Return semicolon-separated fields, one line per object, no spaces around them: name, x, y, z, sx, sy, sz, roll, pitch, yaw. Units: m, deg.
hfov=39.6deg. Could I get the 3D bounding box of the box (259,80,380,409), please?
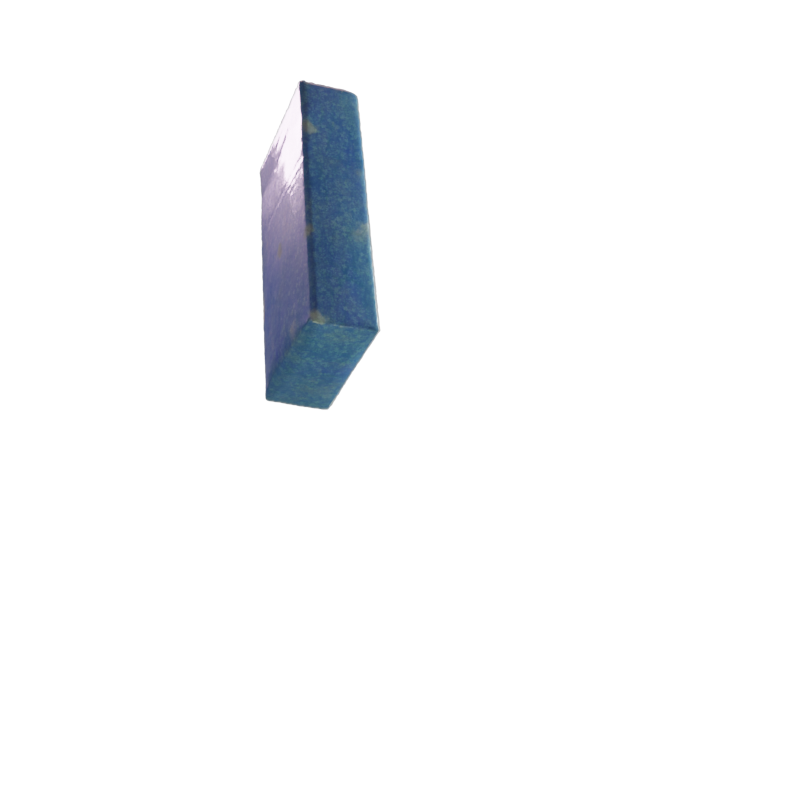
box;-0.051;-0.094;0.659;0.047;0.189;0.090;11;-36;-19
